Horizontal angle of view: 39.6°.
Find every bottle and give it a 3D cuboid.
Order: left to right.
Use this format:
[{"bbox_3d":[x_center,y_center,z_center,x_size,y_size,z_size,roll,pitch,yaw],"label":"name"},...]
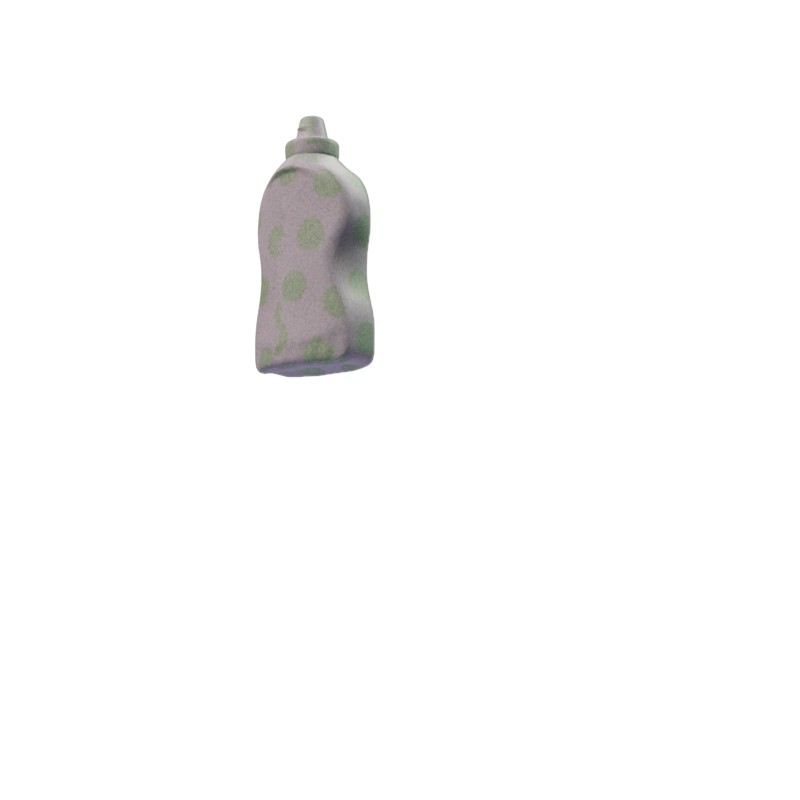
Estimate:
[{"bbox_3d":[-0.064,-0.117,0.818,0.098,0.198,0.055,-13,-18,43],"label":"bottle"}]
